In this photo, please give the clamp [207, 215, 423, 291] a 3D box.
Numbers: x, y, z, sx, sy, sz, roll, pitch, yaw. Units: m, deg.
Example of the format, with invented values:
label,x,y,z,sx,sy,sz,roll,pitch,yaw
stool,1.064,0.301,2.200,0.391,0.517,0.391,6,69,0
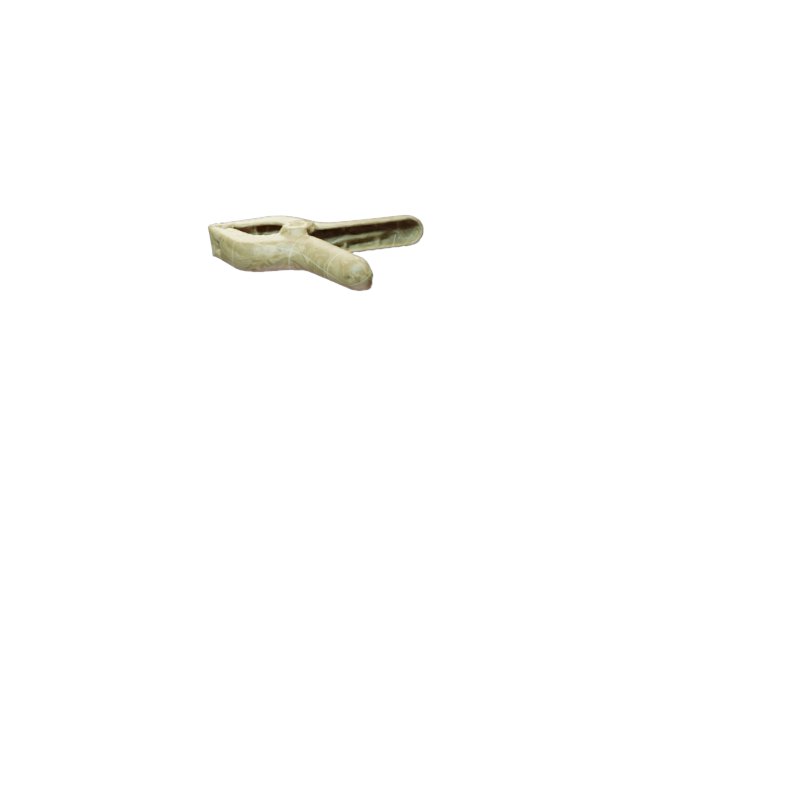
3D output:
label,x,y,z,sx,sy,sz,roll,pitch,yaw
clamp,-0.069,-0.126,0.882,0.180,0.038,0.120,14,26,30
